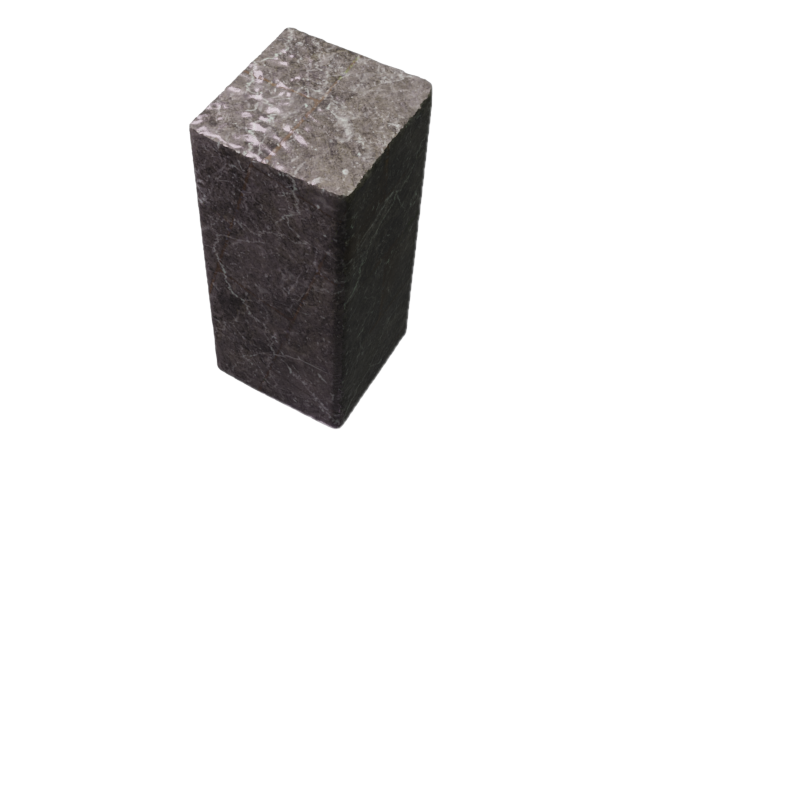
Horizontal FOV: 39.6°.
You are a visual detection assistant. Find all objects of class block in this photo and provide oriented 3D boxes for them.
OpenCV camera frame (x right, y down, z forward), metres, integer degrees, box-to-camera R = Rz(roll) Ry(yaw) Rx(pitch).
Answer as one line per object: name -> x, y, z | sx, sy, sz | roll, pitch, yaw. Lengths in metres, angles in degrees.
block -> -0.047, -0.087, 0.611 | 0.094, 0.093, 0.193 | 27, -33, 15
